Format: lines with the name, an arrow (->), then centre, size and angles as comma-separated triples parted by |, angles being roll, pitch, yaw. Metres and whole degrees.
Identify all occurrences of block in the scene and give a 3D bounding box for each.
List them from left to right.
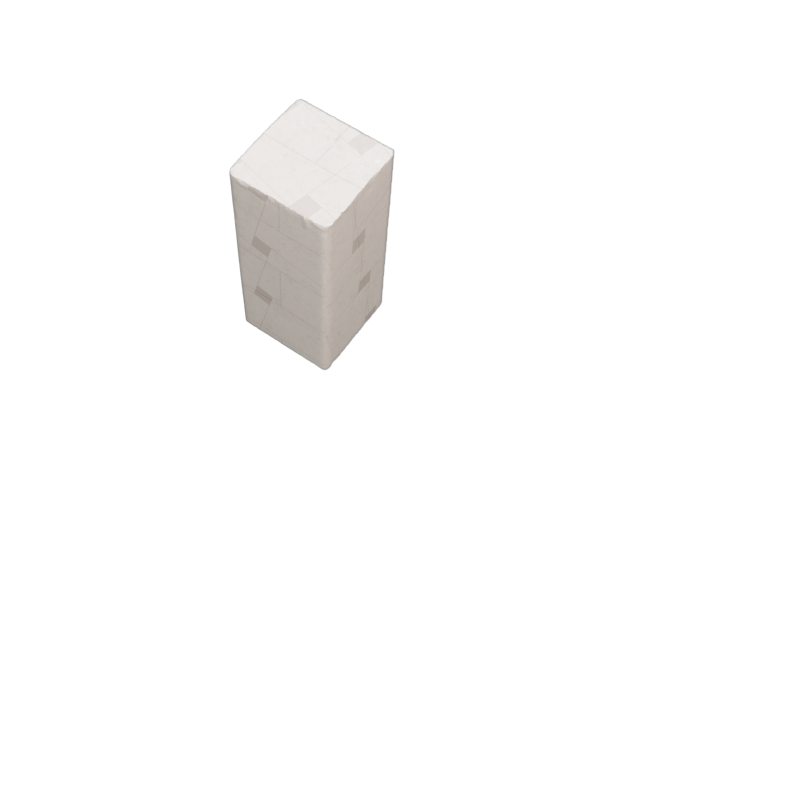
block -> -0.069, -0.125, 0.880 | 0.094, 0.092, 0.194 | 32, -27, 14
